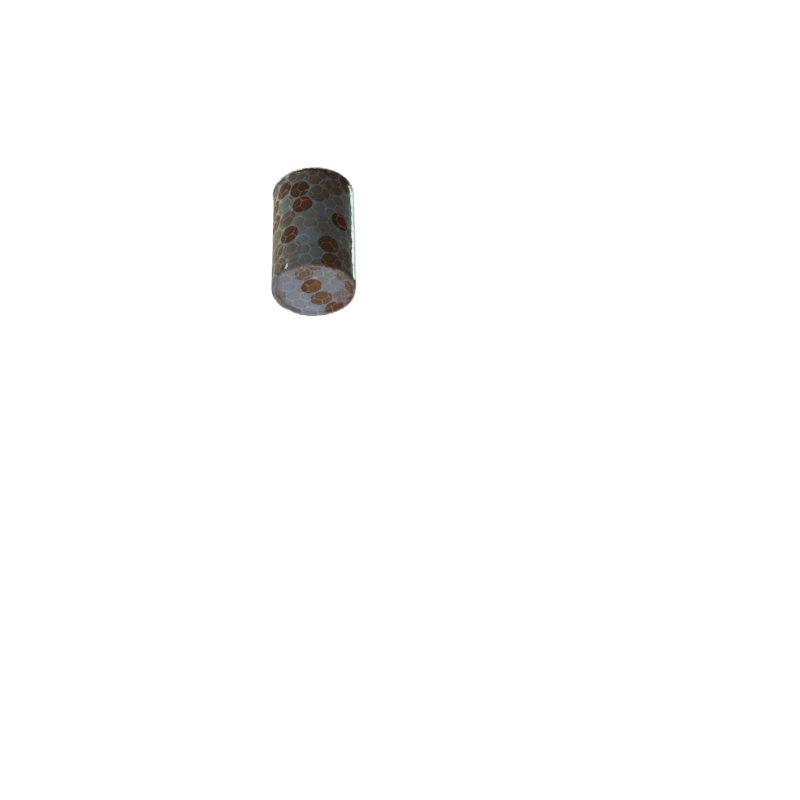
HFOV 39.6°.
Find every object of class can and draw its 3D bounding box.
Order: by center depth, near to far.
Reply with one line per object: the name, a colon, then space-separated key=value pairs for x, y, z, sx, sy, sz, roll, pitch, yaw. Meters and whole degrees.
can: x=-0.070 y=-0.127 z=0.891 sx=0.068 sy=0.109 sz=0.064 roll=-1 pitch=-36 yaw=-2
